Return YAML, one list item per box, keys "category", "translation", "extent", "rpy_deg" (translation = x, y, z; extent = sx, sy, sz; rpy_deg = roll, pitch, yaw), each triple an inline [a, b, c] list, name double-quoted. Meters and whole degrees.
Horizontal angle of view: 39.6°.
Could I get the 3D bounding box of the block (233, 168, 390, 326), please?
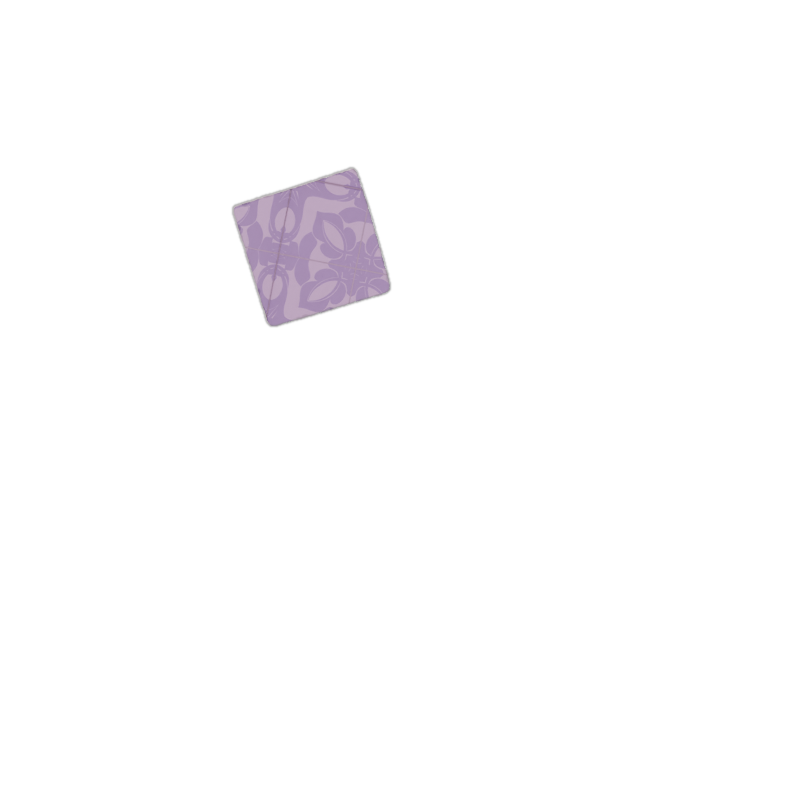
- category: "block"
  translation: [-0.066, -0.122, 0.855]
  extent: [0.091, 0.089, 0.210]
  rpy_deg: [-17, 10, -1]
